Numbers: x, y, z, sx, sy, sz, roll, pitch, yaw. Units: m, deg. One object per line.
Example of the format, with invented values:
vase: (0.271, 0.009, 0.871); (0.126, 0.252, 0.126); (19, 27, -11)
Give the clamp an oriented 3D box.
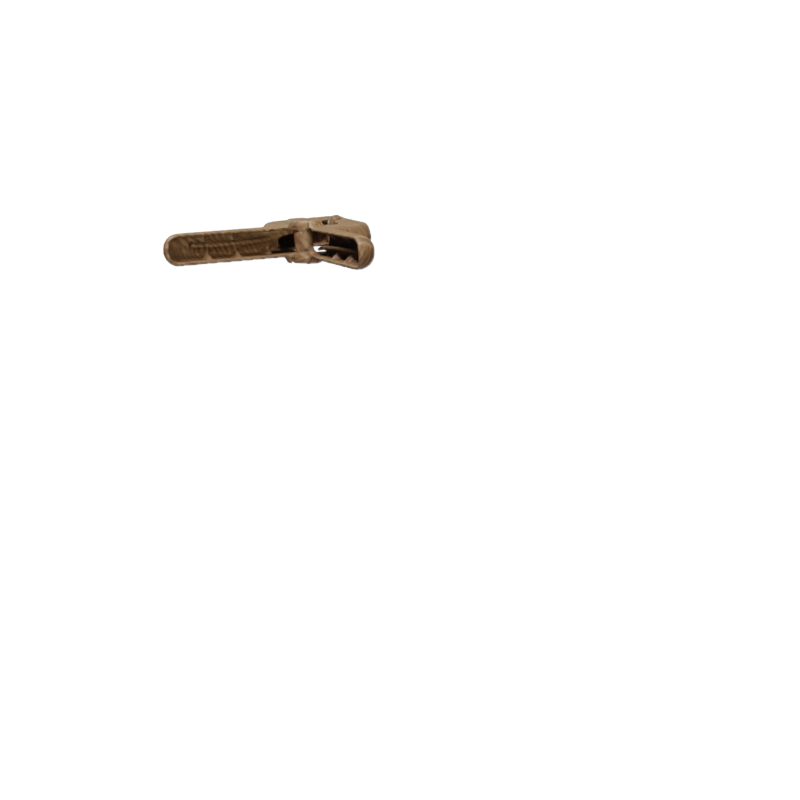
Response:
clamp: (-0.071, -0.129, 0.901); (0.170, 0.036, 0.208); (5, 14, 22)
